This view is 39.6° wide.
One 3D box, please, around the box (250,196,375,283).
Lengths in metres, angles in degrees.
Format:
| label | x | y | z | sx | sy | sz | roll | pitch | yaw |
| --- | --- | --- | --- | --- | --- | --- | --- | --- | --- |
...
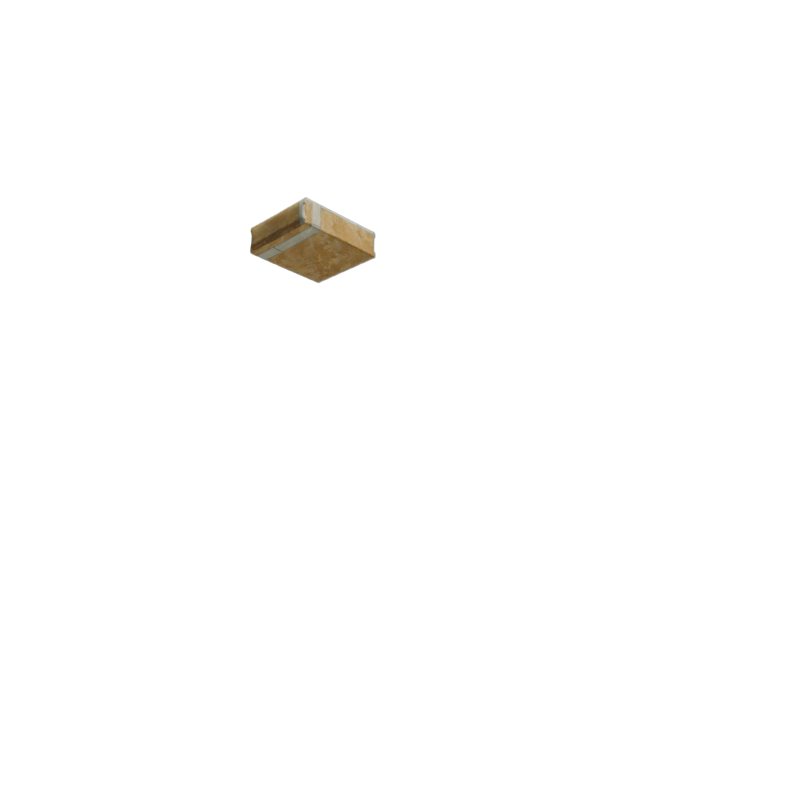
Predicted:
| label | x | y | z | sx | sy | sz | roll | pitch | yaw |
| --- | --- | --- | --- | --- | --- | --- | --- | --- | --- |
| box | -0.077 | -0.141 | 0.987 | 0.084 | 0.032 | 0.073 | 21 | -32 | -41 |
